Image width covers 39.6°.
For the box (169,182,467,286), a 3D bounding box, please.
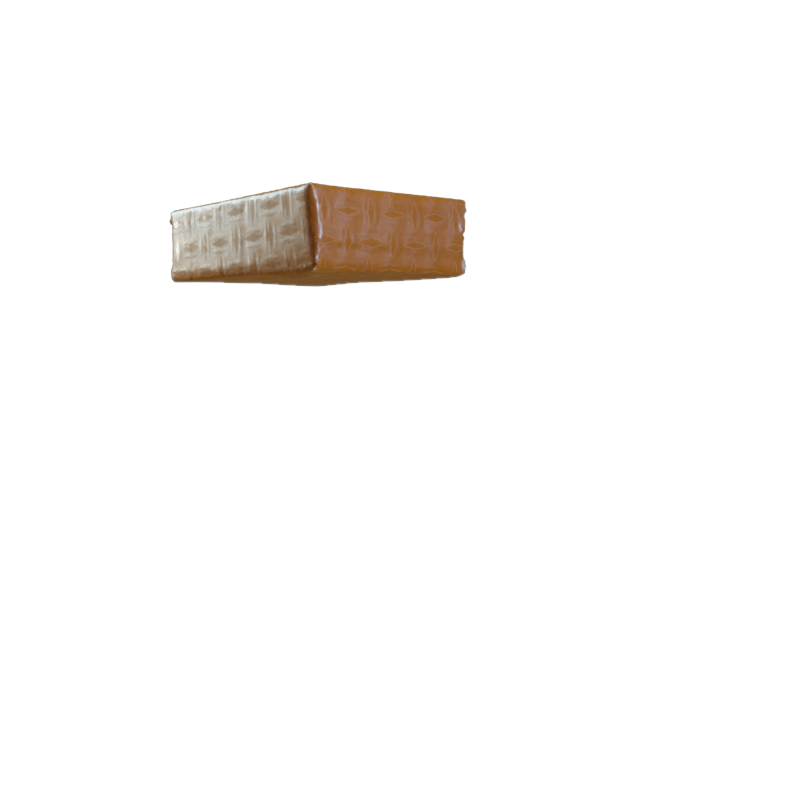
[{"bbox_3d":[-0.040,-0.073,0.510,0.086,0.039,0.118,-3,5,-40],"label":"box"}]
